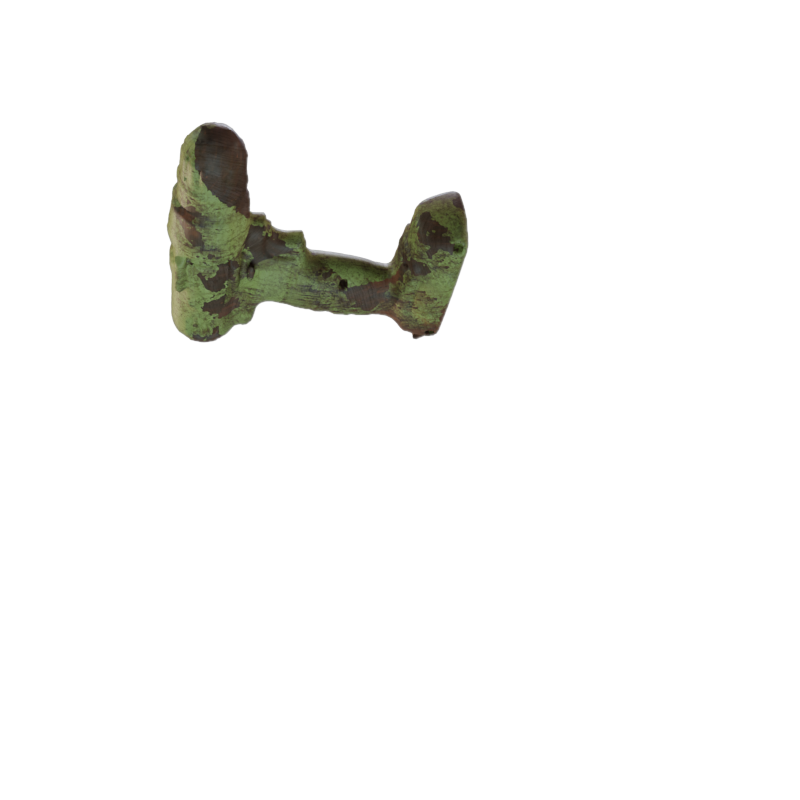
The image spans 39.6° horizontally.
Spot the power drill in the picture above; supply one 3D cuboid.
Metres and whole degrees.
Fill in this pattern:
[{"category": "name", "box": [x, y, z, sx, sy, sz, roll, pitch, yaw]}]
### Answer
[{"category": "power drill", "box": [-0.056, -0.102, 0.714, 0.186, 0.061, 0.174, 5, -35, -7]}]
